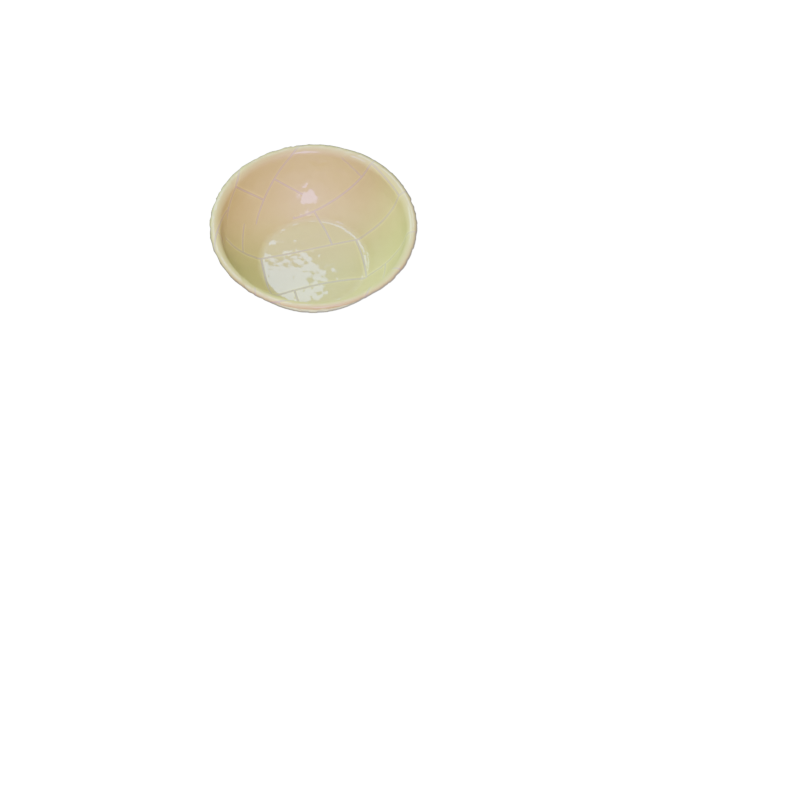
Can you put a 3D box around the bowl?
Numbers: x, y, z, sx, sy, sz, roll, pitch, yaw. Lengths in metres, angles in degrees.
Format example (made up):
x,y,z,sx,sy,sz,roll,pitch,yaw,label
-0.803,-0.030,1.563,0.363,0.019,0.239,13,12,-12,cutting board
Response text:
x,y,z,sx,sy,sz,roll,pitch,yaw,label
-0.069,-0.126,0.881,0.162,0.173,0.051,-1,-34,-1,bowl
